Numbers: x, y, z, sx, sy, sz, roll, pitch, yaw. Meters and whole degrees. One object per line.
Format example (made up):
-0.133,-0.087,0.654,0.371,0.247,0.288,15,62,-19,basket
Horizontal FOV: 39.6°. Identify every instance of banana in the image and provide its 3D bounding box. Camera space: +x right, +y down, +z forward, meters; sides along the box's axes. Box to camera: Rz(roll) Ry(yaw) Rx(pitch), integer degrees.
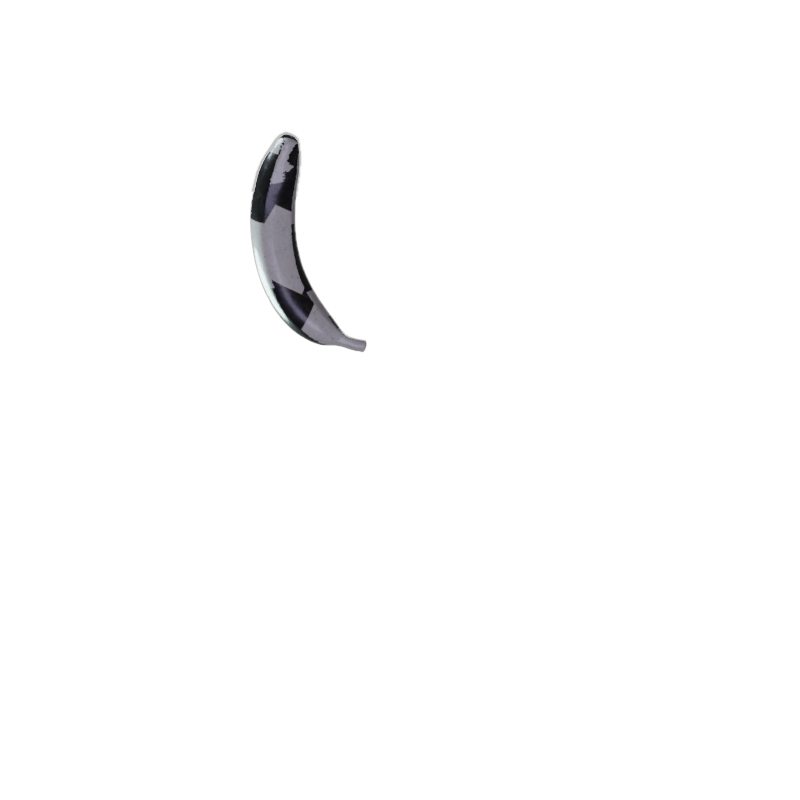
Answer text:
-0.089,-0.123,0.924,0.070,0.188,0.038,-17,20,6,banana
